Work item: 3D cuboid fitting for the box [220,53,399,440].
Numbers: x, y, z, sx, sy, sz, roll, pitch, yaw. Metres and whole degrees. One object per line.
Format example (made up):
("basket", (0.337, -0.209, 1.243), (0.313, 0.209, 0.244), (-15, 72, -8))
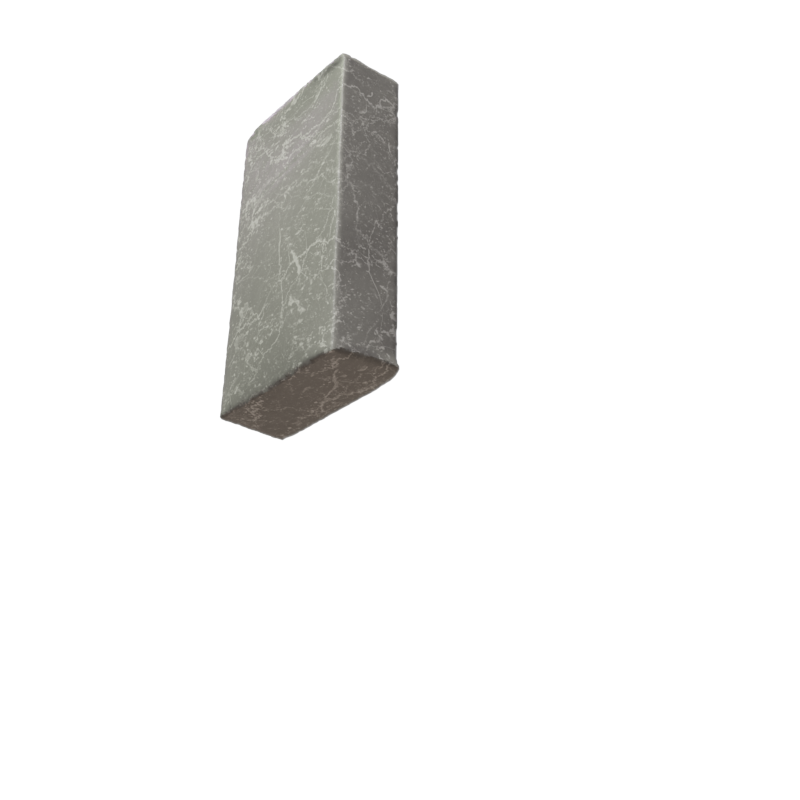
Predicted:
("box", (-0.044, -0.080, 0.559), (0.045, 0.188, 0.093), (22, -38, -35))
